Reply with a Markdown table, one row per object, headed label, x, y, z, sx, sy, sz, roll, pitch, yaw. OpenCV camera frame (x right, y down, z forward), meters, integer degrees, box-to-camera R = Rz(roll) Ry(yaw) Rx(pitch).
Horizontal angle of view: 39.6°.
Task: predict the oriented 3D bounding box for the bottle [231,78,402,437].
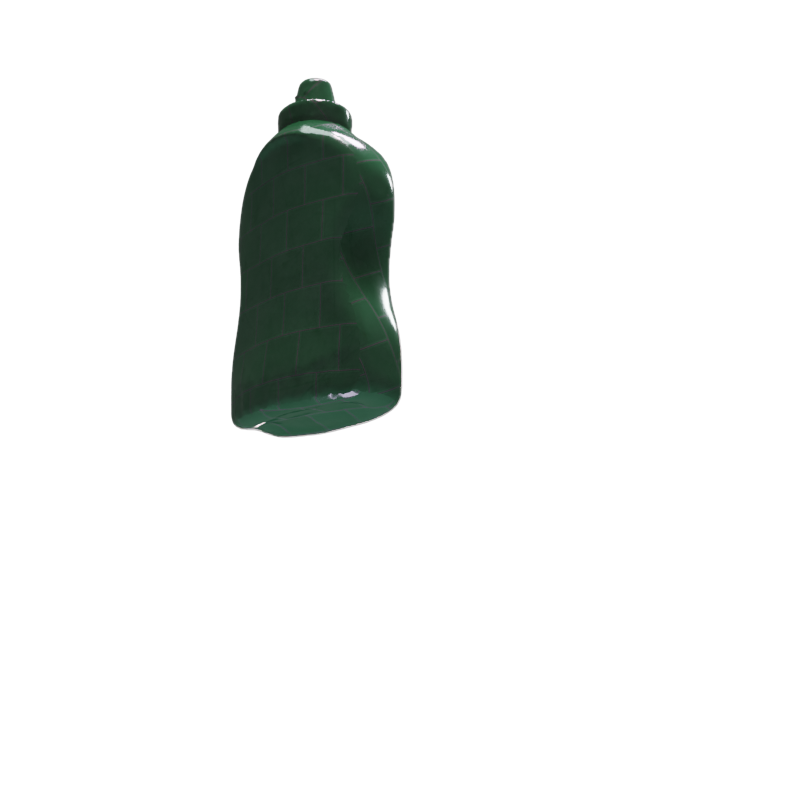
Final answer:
| label | x | y | z | sx | sy | sz | roll | pitch | yaw |
| --- | --- | --- | --- | --- | --- | --- | --- | --- | --- |
| bottle | -0.045 | -0.083 | 0.581 | 0.055 | 0.202 | 0.097 | 19 | -29 | -41 |
